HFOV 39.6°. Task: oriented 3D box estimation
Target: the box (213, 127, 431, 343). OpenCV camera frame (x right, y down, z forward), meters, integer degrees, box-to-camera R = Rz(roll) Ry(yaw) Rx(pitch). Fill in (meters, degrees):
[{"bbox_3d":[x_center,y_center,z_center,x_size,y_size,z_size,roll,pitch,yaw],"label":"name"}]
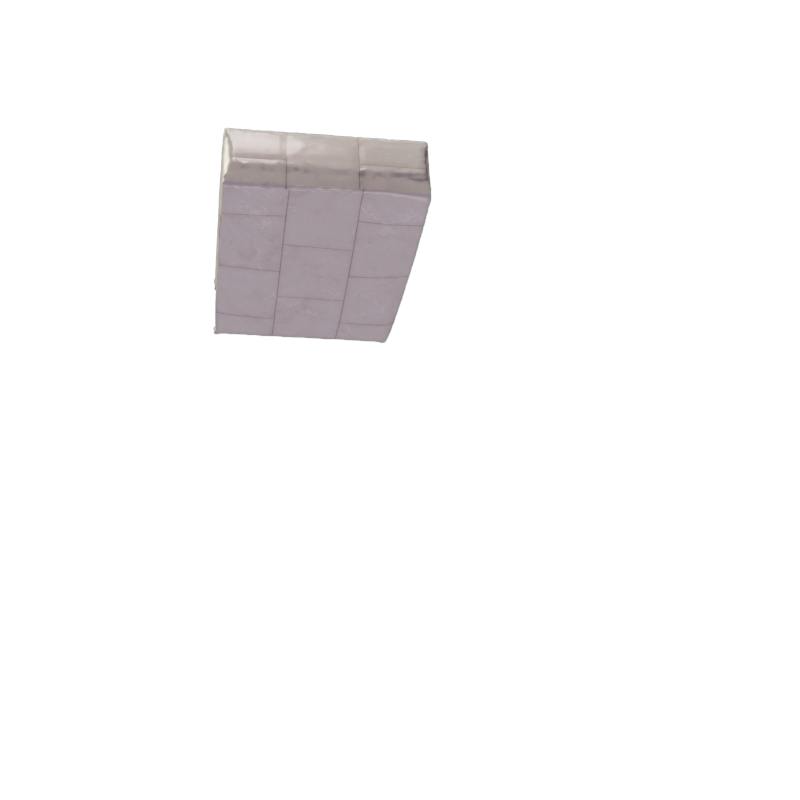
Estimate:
[{"bbox_3d":[-0.040,-0.073,0.509,0.089,0.042,0.107,5,-37,-7],"label":"box"}]
